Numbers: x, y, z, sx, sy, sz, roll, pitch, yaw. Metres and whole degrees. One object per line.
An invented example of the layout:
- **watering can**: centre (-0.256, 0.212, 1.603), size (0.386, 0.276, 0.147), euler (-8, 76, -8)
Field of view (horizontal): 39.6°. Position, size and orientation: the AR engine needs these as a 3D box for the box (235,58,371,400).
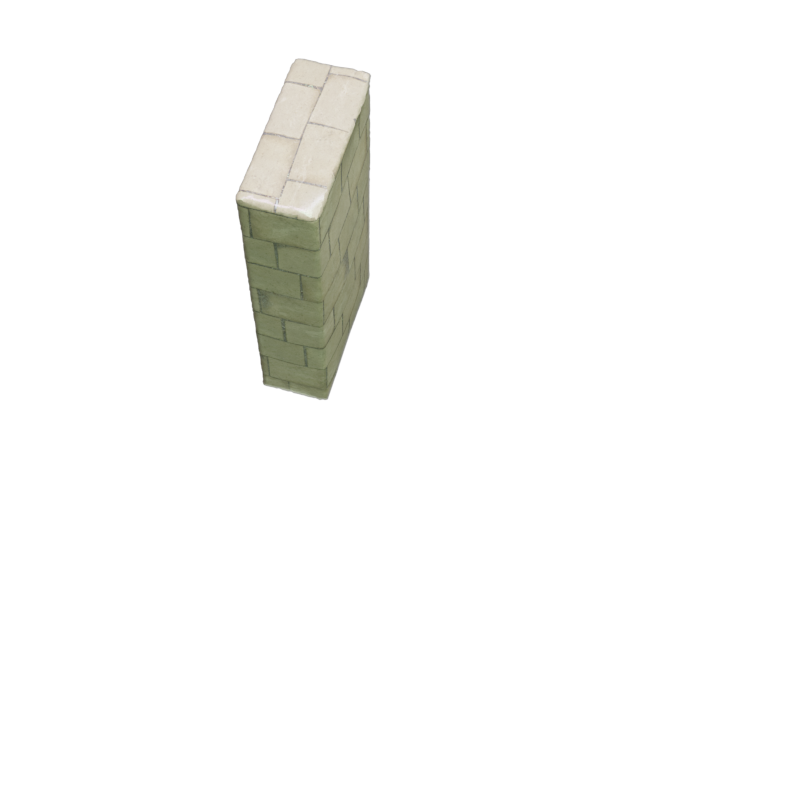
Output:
- **box**: centre (-0.045, -0.083, 0.580), size (0.049, 0.098, 0.166), euler (15, -29, 4)
